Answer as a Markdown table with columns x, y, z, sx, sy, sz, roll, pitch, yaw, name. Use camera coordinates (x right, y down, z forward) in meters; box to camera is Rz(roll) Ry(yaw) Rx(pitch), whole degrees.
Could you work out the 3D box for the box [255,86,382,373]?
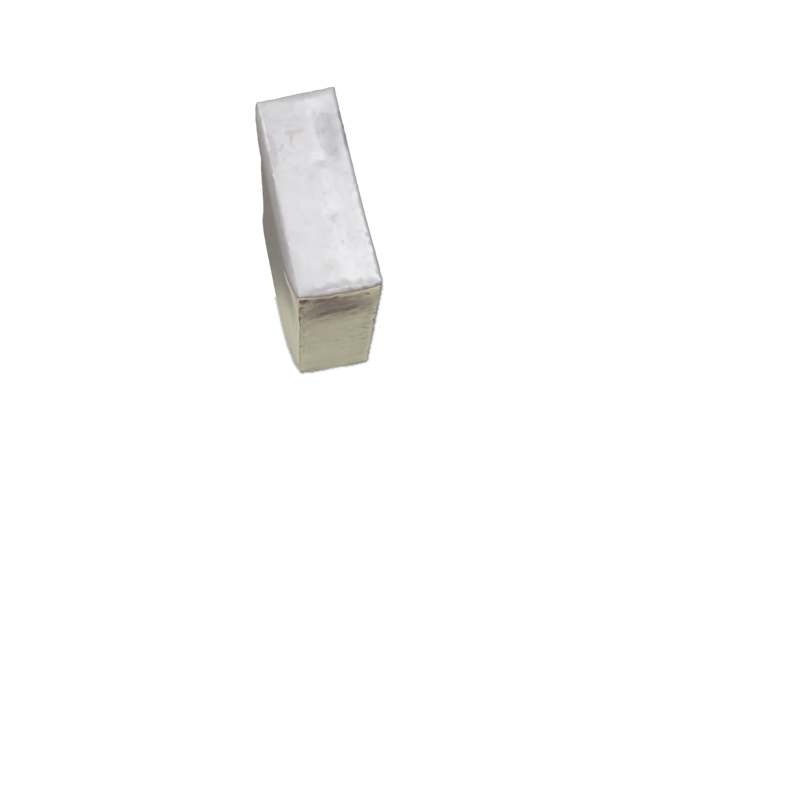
| x | y | z | sx | sy | sz | roll | pitch | yaw | name |
| --- | --- | --- | --- | --- | --- | --- | --- | --- | --- |
| -0.071 | -0.129 | 0.906 | 0.071 | 0.172 | 0.205 | -12 | -16 | -7 | box |
